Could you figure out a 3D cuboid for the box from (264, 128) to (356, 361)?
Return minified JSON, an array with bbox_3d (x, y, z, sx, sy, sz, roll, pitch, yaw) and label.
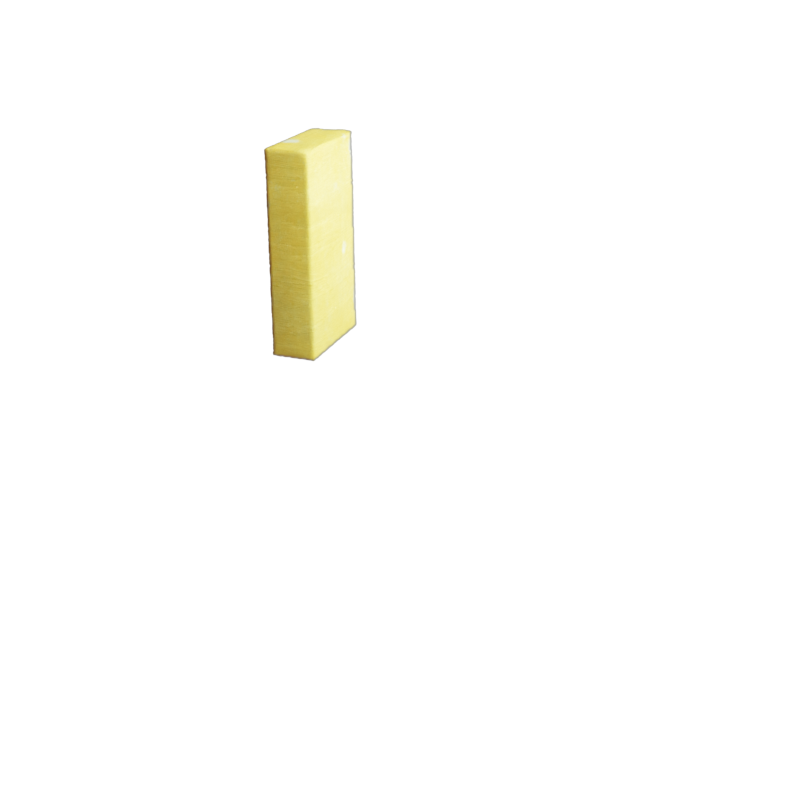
[{"bbox_3d":[-0.072,-0.132,0.926,0.050,0.169,0.094,8,22,19],"label":"box"}]
